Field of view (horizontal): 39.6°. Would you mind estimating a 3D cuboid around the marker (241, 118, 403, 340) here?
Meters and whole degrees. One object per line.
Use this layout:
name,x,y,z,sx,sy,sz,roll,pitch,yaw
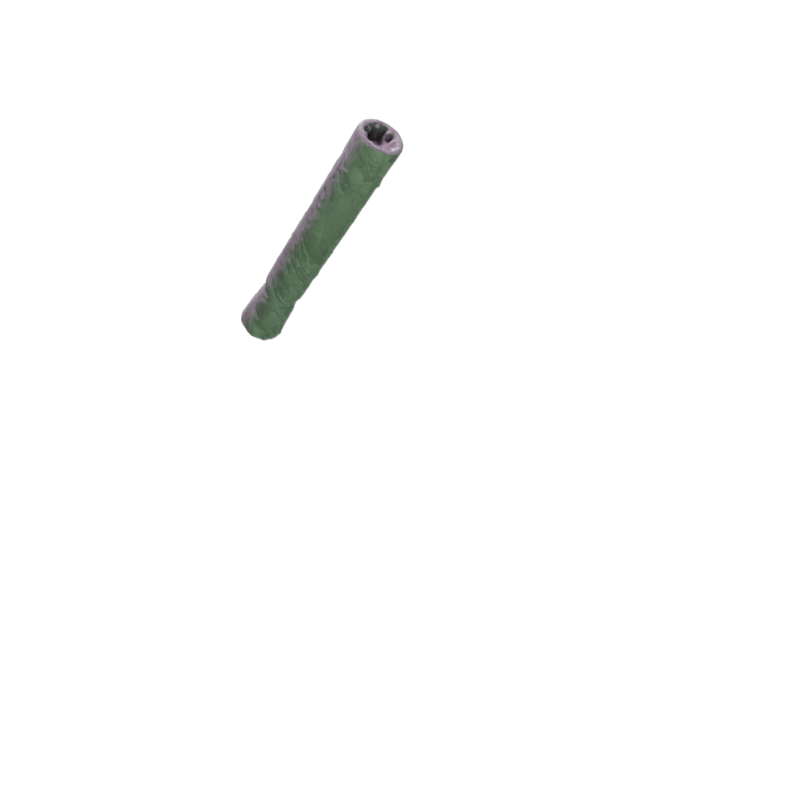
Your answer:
marker,-0.035,-0.063,0.441,0.019,0.021,0.117,-1,-34,-35
